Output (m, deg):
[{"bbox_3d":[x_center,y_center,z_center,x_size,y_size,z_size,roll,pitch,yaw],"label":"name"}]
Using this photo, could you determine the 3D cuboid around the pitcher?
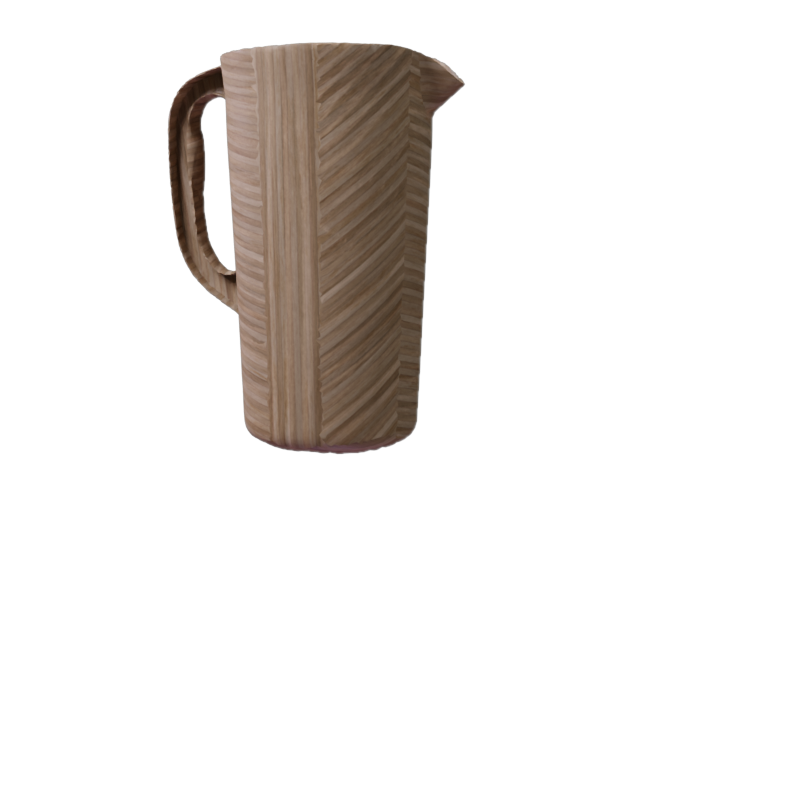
[{"bbox_3d":[-0.054,-0.098,0.688,0.141,0.240,0.156,-3,7,-30],"label":"pitcher"}]
